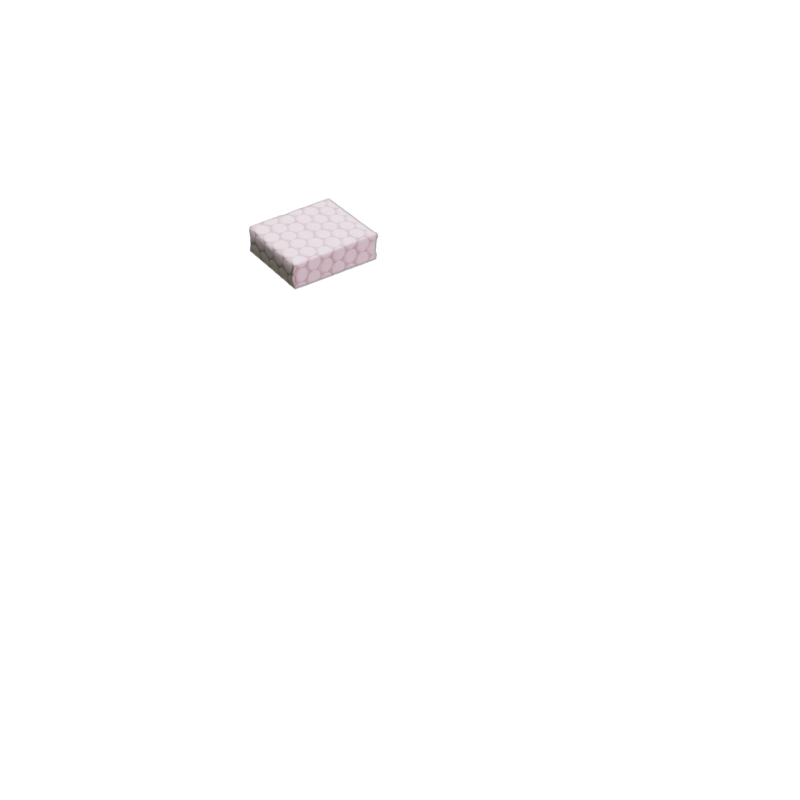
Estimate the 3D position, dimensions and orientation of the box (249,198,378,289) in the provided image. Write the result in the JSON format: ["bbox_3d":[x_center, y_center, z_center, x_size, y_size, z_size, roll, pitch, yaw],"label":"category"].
[{"bbox_3d":[-0.075,-0.138,0.965,0.088,0.028,0.079,-24,44,-28],"label":"box"}]
